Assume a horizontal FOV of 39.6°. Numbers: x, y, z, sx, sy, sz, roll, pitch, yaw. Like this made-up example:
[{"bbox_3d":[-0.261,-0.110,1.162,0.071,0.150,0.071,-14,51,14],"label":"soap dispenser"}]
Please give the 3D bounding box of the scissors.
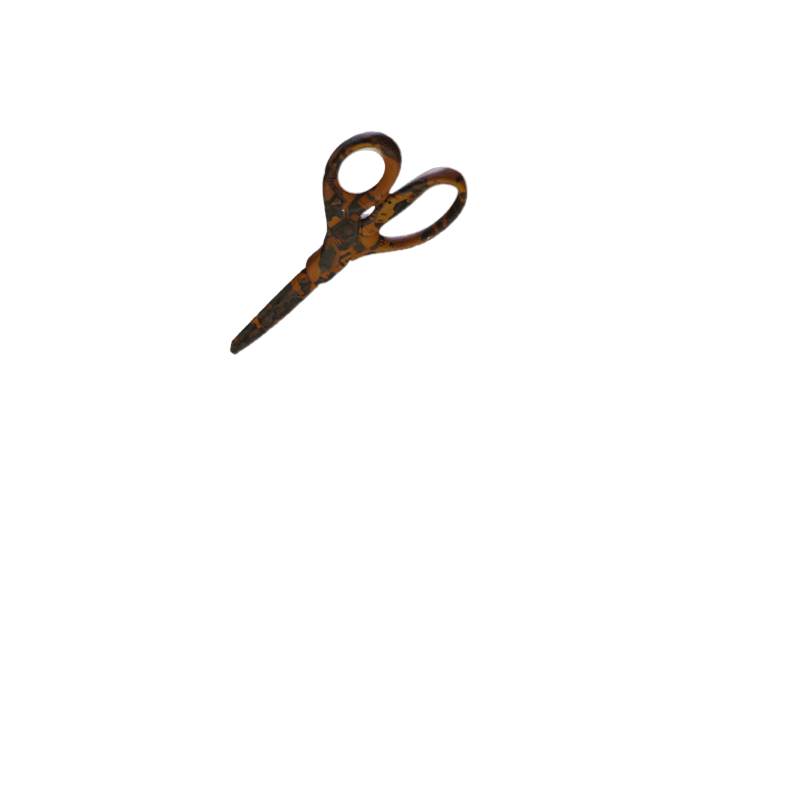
[{"bbox_3d":[-0.054,-0.099,0.694,0.202,0.017,0.090,-26,-54,21],"label":"scissors"}]
